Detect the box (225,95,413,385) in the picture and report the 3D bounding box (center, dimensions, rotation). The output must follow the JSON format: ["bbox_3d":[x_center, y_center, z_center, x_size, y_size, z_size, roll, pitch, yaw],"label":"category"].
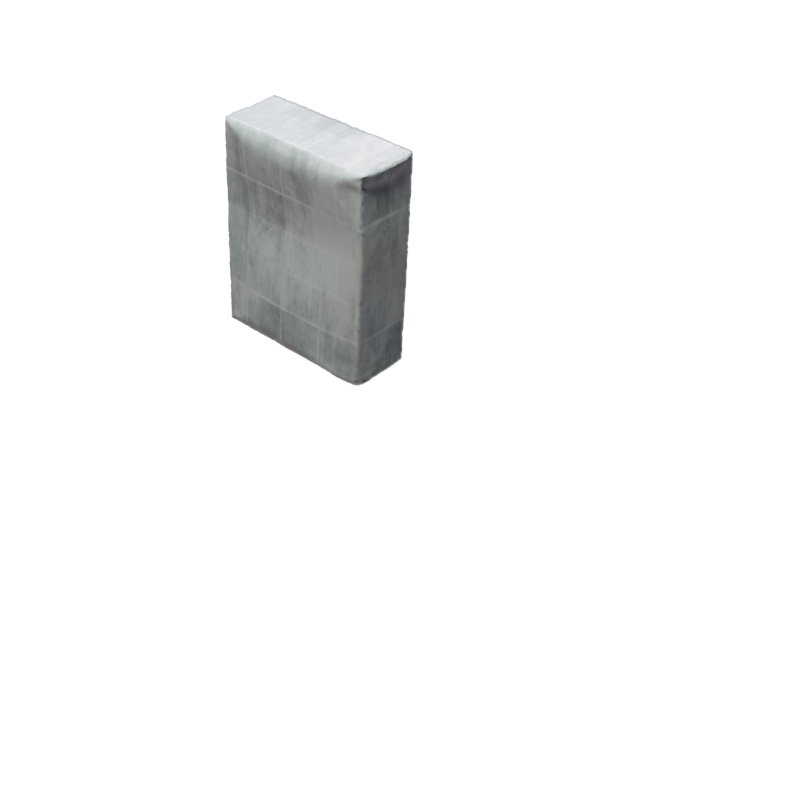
[{"bbox_3d":[-0.077,-0.140,0.977,0.175,0.200,0.072,29,42,33],"label":"box"}]
